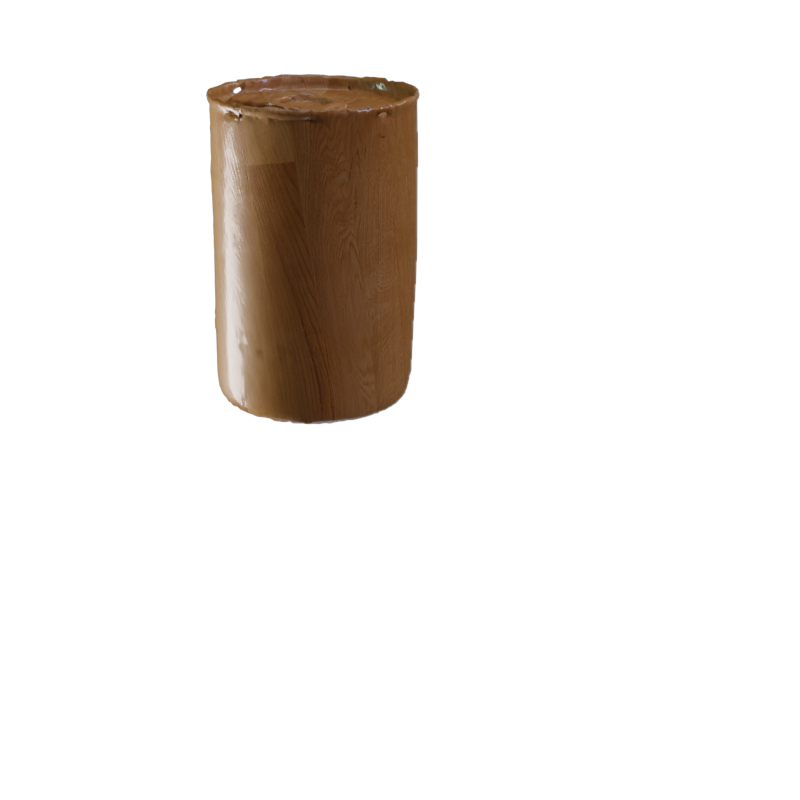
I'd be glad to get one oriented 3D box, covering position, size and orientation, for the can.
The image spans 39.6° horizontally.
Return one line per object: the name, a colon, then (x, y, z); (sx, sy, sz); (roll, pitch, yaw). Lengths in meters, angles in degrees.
can: (-0.029, -0.053, 0.368); (0.068, 0.098, 0.072); (0, 20, -2)
